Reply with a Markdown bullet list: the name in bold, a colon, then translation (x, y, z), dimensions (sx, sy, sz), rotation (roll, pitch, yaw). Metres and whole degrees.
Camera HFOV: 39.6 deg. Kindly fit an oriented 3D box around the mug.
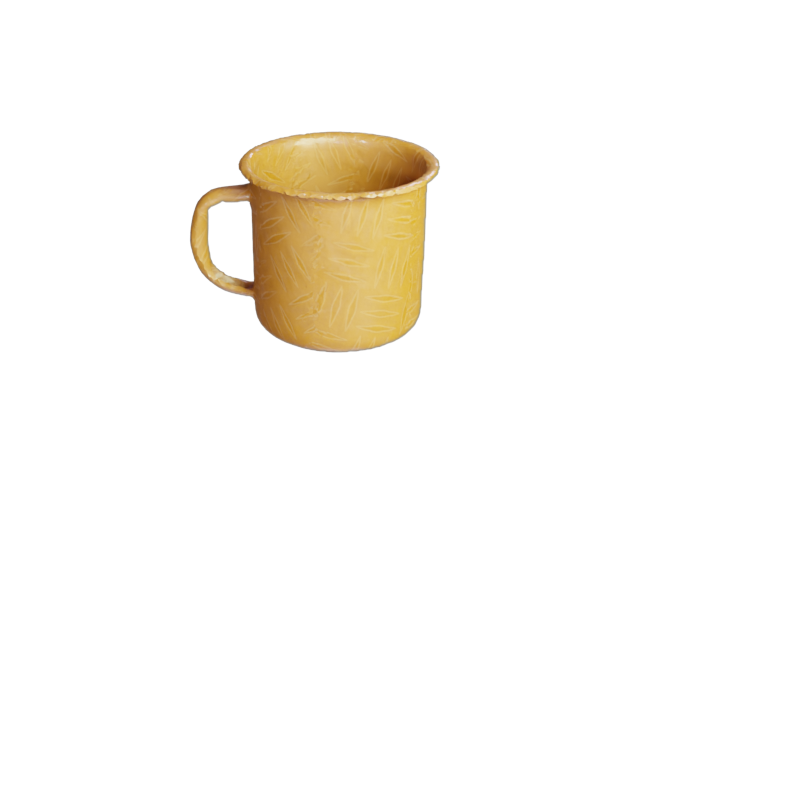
- **mug**: translation (-0.041, -0.075, 0.528), dimensions (0.116, 0.077, 0.099), rotation (-2, 28, -5)
